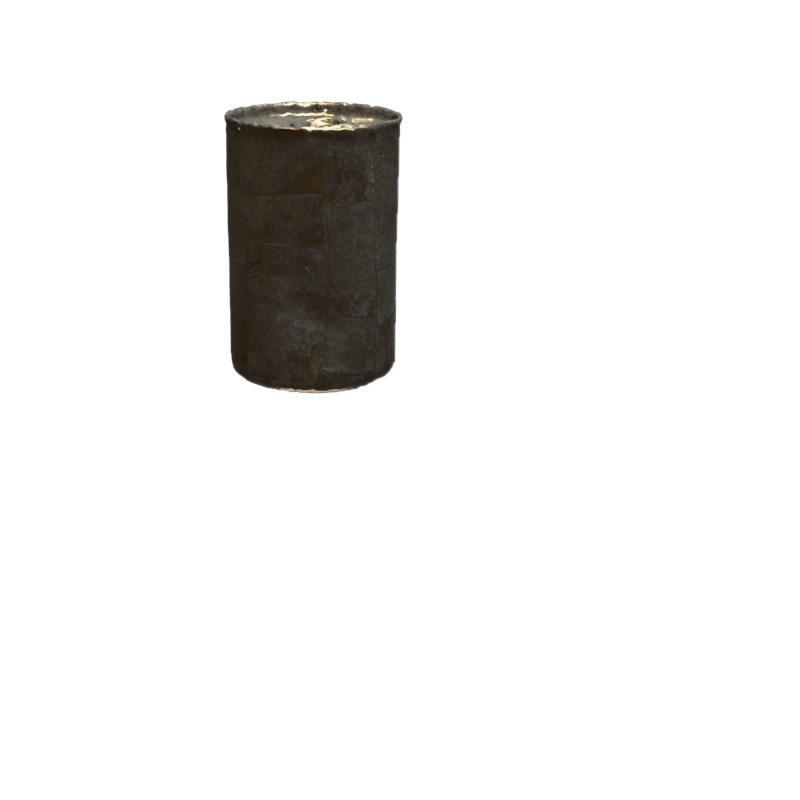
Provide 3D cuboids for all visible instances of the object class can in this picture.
[{"bbox_3d":[-0.034,-0.062,0.435,0.068,0.098,0.071,0,18,-2],"label":"can"}]
